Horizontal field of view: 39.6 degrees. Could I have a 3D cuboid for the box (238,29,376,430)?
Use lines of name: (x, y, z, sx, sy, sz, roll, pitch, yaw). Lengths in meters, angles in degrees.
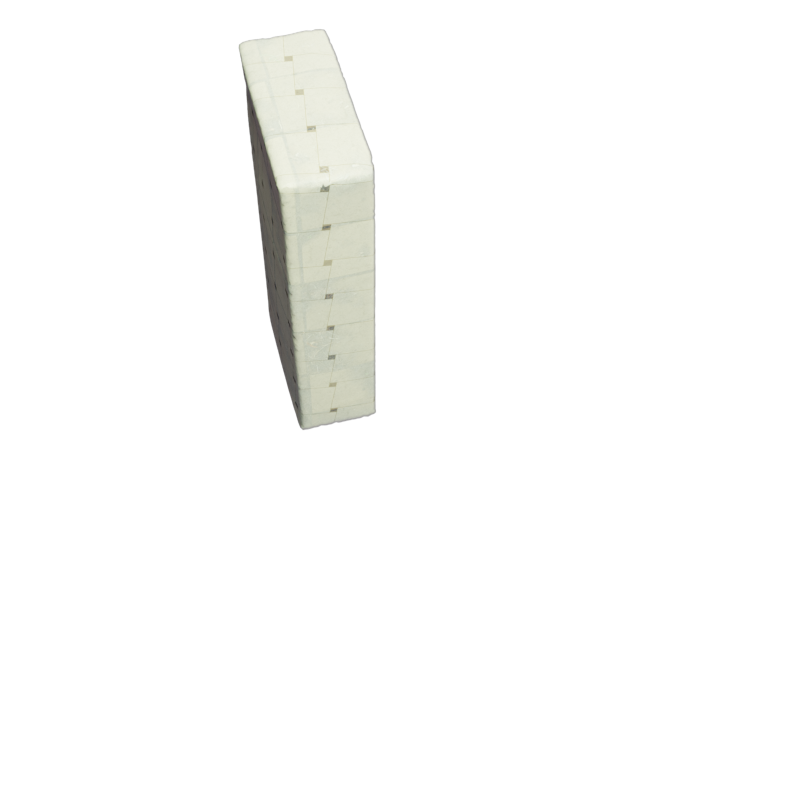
box: (-0.040, -0.073, 0.515, 0.048, 0.101, 0.165, -10, -35, -11)
